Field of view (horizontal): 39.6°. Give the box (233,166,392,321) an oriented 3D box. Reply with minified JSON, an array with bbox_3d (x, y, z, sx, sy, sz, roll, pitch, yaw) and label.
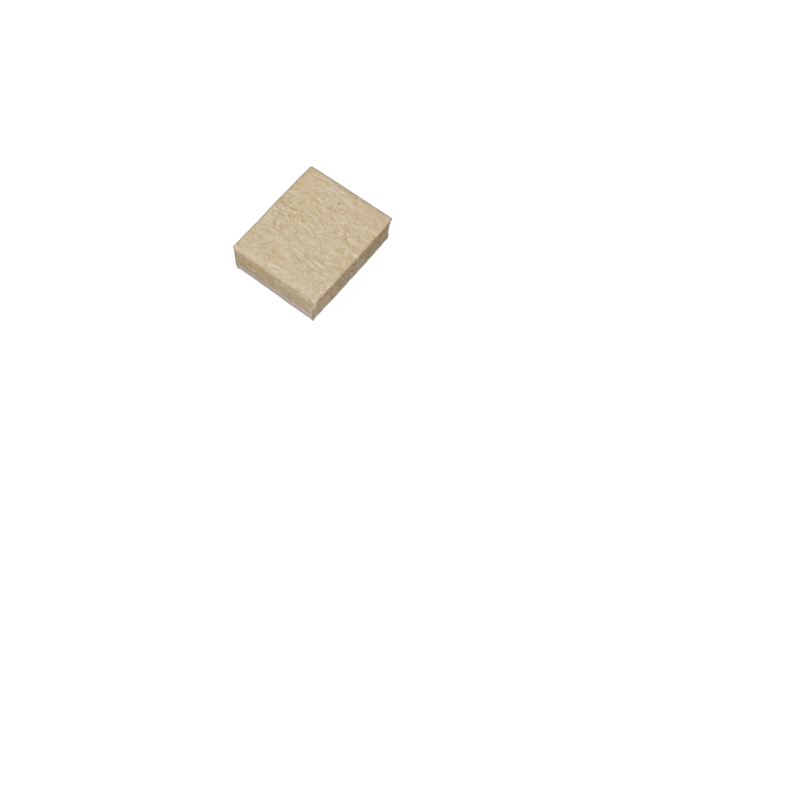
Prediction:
[{"bbox_3d":[-0.076,-0.138,0.963,0.094,0.116,0.037,33,-24,16],"label":"box"}]
